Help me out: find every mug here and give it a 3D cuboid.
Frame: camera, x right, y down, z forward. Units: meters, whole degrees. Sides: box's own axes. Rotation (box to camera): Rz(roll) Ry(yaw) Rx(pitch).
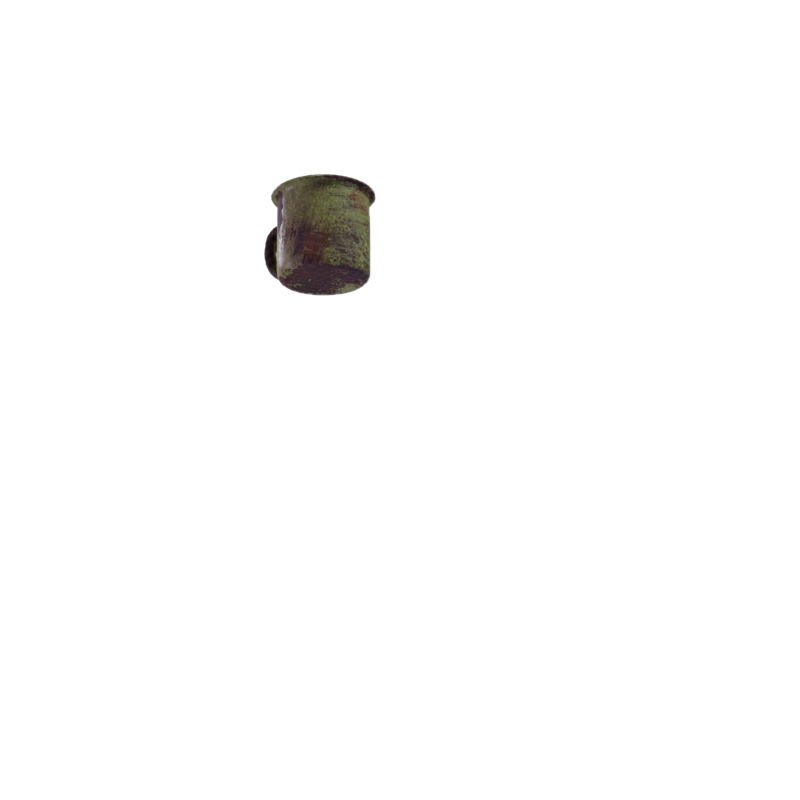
[{"bbox_3d":[-0.077,-0.140,0.981,0.119,0.085,0.087,-14,-22,37],"label":"mug"}]
